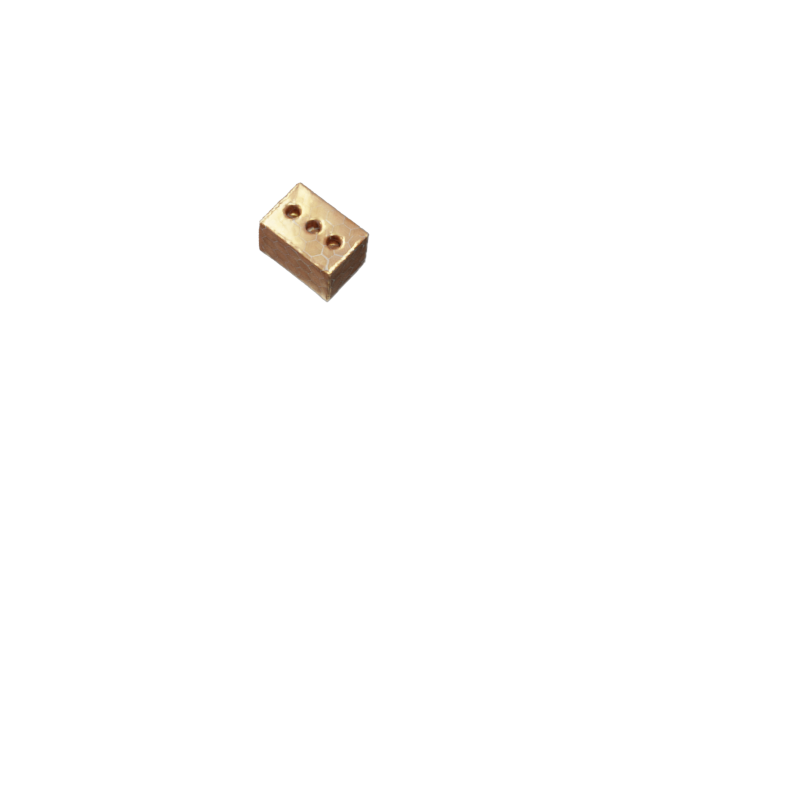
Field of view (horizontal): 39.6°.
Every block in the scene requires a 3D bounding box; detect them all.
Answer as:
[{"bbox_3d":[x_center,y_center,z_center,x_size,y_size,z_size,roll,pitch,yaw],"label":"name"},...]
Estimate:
[{"bbox_3d":[-0.071,-0.130,0.913,0.081,0.054,0.048,37,-21,16],"label":"block"}]
